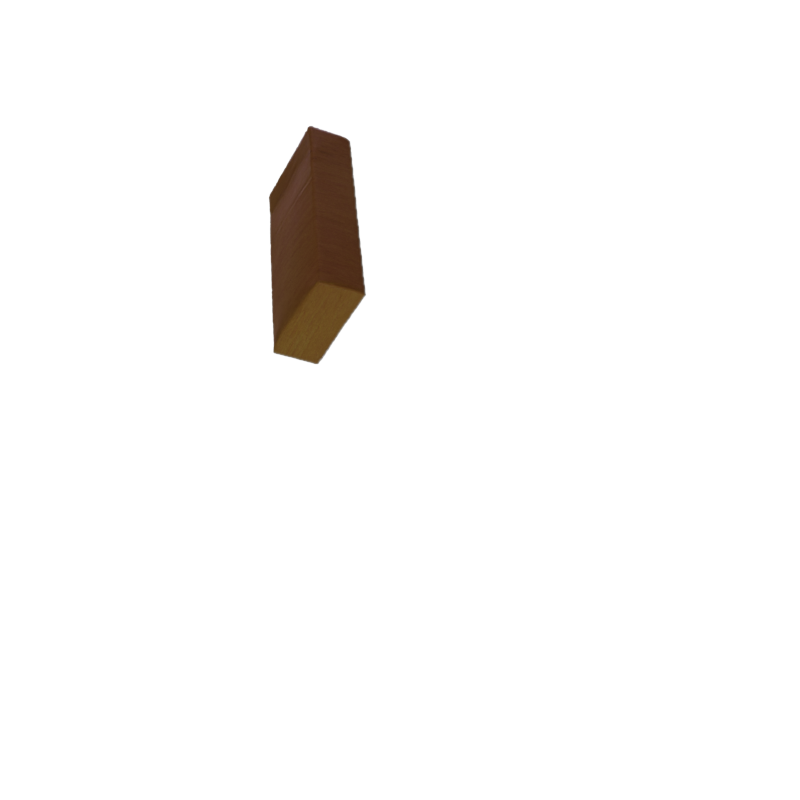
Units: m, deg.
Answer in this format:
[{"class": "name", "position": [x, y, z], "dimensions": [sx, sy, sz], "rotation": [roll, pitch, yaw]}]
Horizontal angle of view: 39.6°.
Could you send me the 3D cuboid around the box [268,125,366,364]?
[{"class": "box", "position": [-0.069, -0.127, 0.891], "dimensions": [0.046, 0.189, 0.090], "rotation": [16, -44, -22]}]
